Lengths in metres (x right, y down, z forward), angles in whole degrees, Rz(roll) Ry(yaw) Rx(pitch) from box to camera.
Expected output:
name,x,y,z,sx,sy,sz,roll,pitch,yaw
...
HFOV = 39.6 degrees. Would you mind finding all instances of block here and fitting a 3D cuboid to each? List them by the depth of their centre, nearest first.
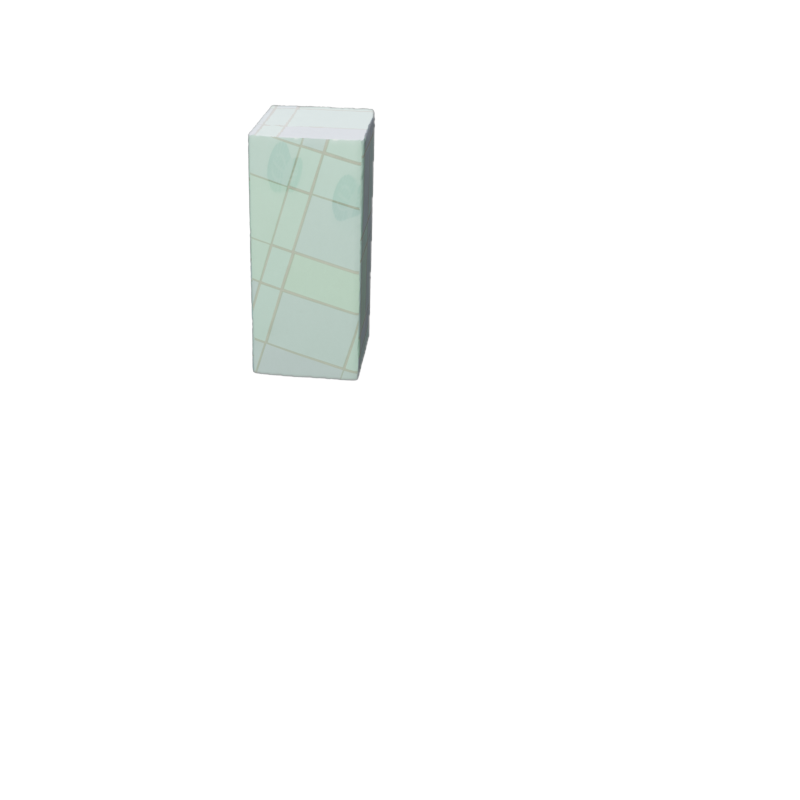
name,x,y,z,sx,sy,sz,roll,pitch,yaw
block,-0.071,-0.130,0.912,0.091,0.196,0.094,4,24,6
